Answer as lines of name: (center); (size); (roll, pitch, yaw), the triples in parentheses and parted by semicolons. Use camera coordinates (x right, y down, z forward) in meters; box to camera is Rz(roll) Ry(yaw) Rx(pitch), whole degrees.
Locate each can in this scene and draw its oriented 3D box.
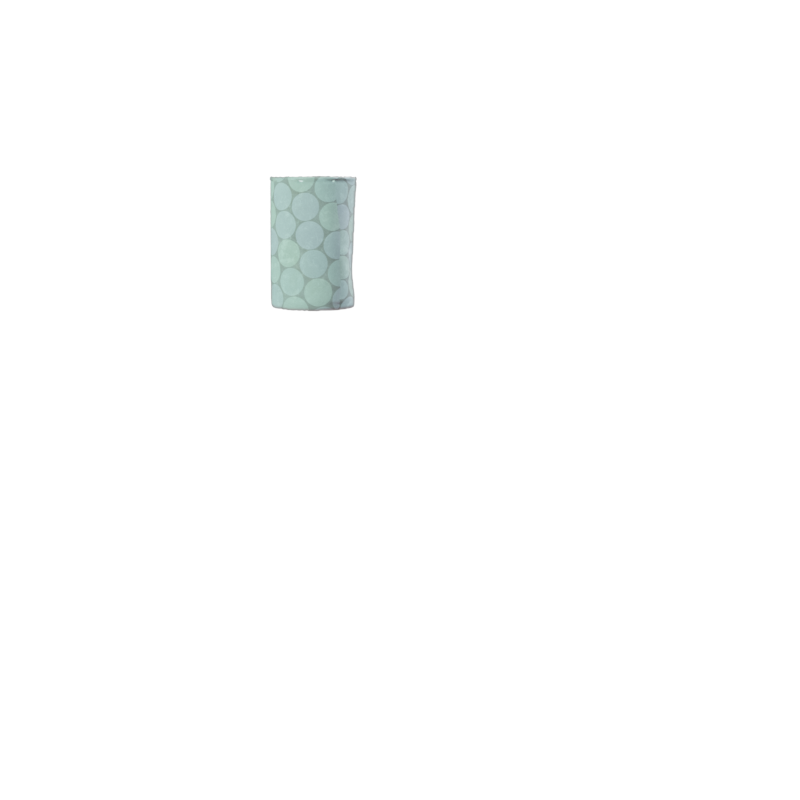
can: (-0.068, -0.124, 0.869); (0.068, 0.101, 0.069); (0, 6, -2)
